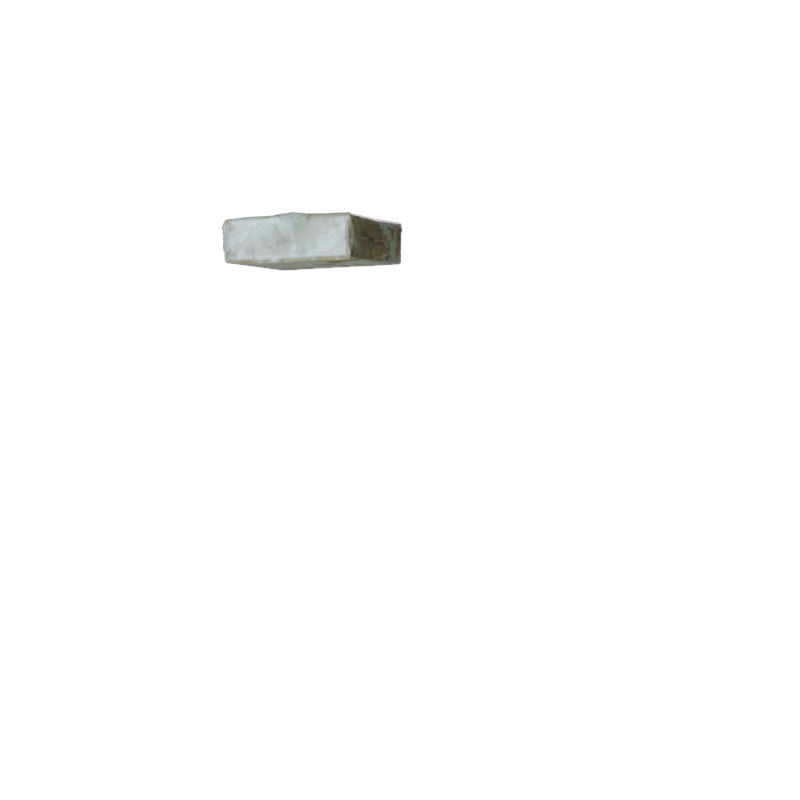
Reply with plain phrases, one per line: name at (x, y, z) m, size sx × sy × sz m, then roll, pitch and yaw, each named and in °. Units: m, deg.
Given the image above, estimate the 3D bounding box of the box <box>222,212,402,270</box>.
box at (-0.054, -0.098, 0.684) m, size 0.092 × 0.030 × 0.071 m, roll 1°, pitch 2°, yaw 27°
